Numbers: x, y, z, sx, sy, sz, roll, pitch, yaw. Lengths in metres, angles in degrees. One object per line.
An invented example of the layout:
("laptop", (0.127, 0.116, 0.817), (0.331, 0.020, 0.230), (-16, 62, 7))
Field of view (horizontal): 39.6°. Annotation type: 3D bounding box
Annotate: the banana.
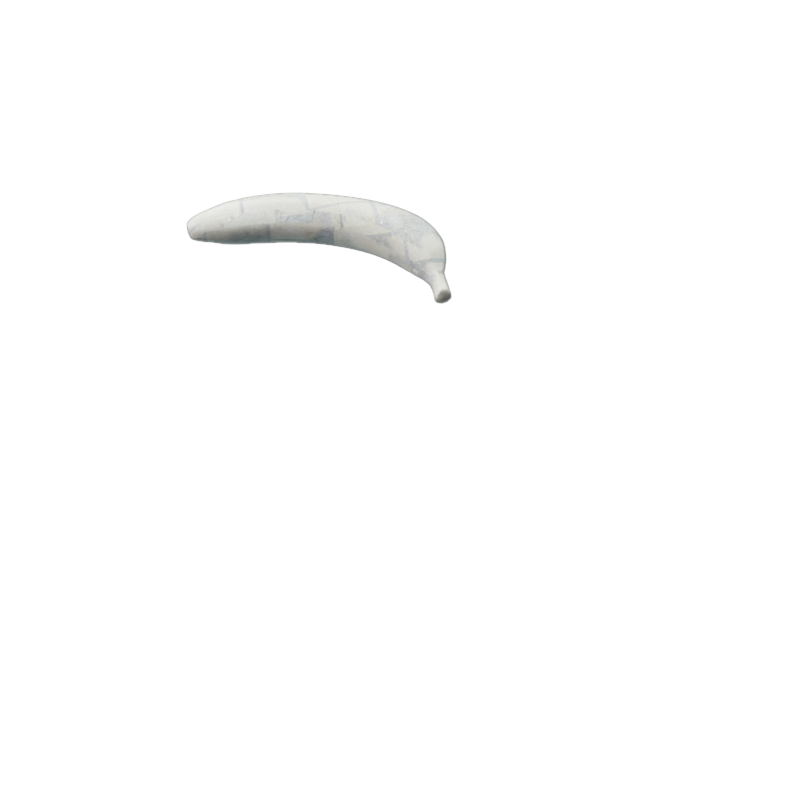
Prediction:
("banana", (-0.050, -0.118, 0.773), (0.205, 0.034, 0.072), (14, 37, 19))
